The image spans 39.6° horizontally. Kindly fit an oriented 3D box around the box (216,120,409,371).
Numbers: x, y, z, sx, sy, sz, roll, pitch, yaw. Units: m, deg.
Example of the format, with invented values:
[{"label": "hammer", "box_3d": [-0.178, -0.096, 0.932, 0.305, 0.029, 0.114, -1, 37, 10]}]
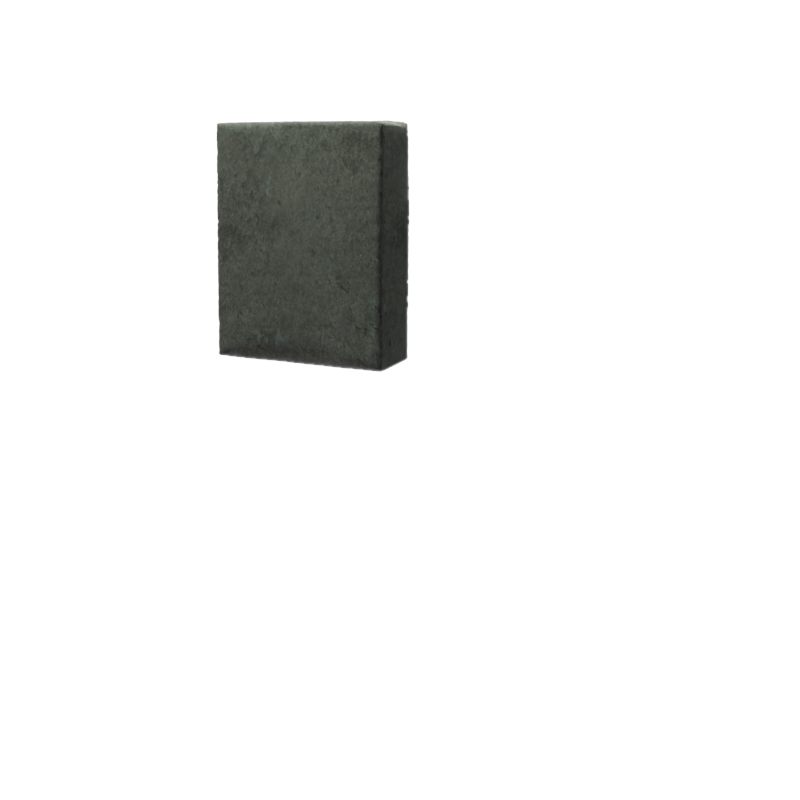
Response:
[{"label": "box", "box_3d": [-0.078, -0.142, 0.994, 0.170, 0.211, 0.070, 4, 7, 25]}]
